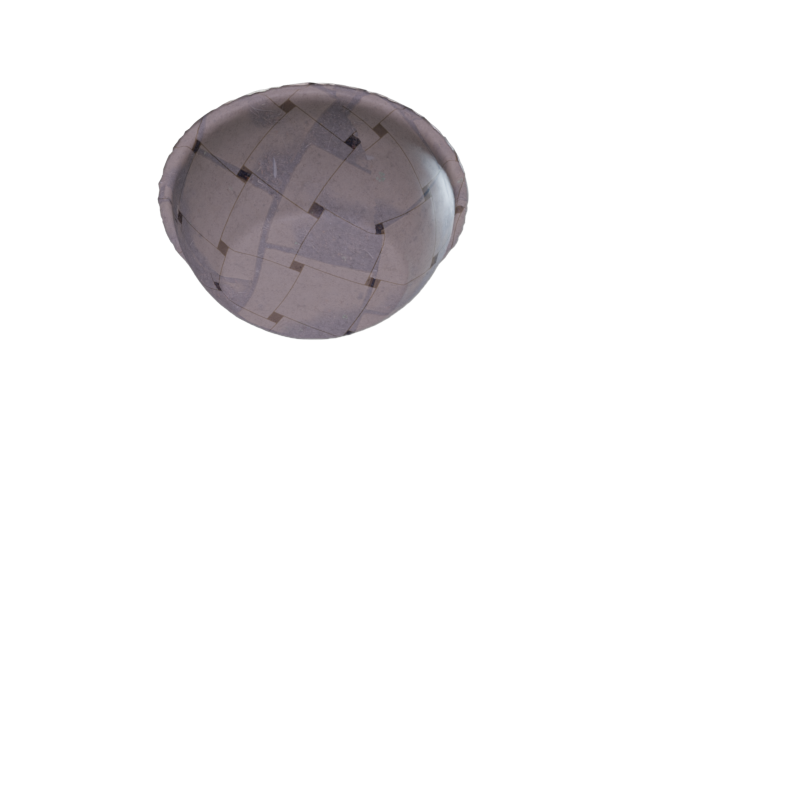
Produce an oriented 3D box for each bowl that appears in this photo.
[{"bbox_3d":[-0.044,-0.080,0.562,0.162,0.059,0.151,1,-41,-1],"label":"bowl"}]
